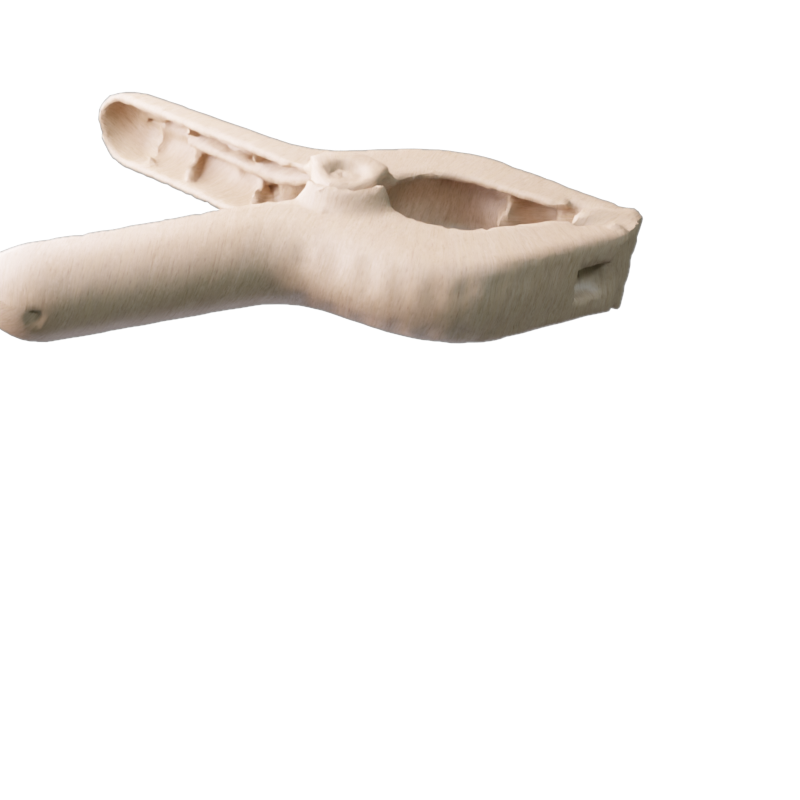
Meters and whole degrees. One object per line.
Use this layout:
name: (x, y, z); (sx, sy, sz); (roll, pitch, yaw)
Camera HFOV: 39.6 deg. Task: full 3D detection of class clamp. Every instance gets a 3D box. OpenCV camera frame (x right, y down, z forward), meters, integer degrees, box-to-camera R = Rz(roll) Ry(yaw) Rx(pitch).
clamp: (-0.024, -0.043, 0.302); (0.175, 0.037, 0.126); (9, 41, 11)
